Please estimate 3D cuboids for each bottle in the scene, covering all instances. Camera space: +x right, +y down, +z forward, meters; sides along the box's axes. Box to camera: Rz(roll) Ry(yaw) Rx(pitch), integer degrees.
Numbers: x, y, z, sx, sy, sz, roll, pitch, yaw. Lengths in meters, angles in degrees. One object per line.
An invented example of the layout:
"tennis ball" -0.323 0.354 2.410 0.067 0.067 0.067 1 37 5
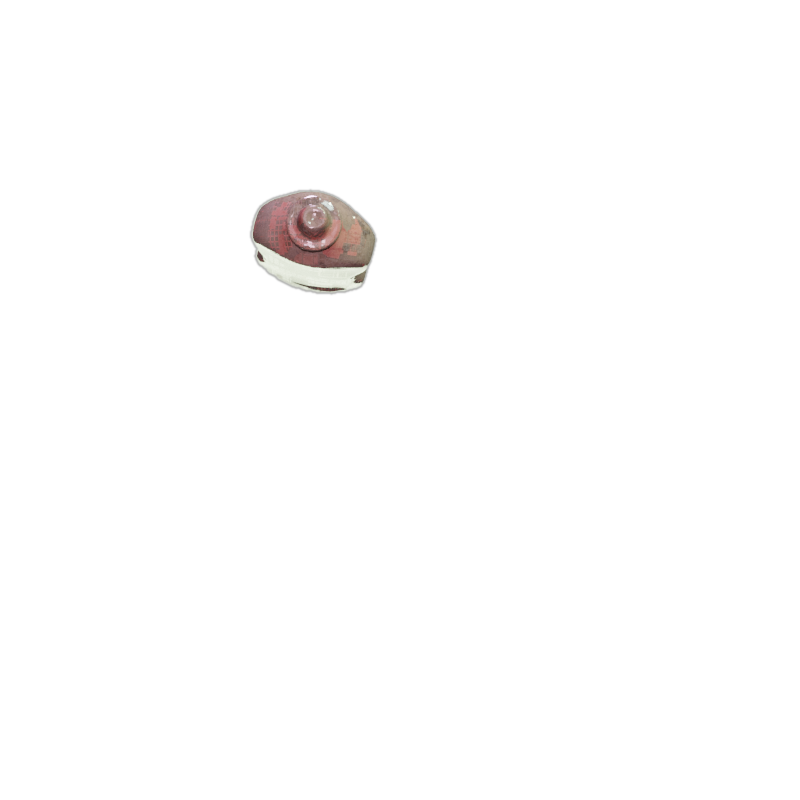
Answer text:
"bottle" -0.069 -0.126 0.877 0.096 0.059 0.189 16 -3 -3
